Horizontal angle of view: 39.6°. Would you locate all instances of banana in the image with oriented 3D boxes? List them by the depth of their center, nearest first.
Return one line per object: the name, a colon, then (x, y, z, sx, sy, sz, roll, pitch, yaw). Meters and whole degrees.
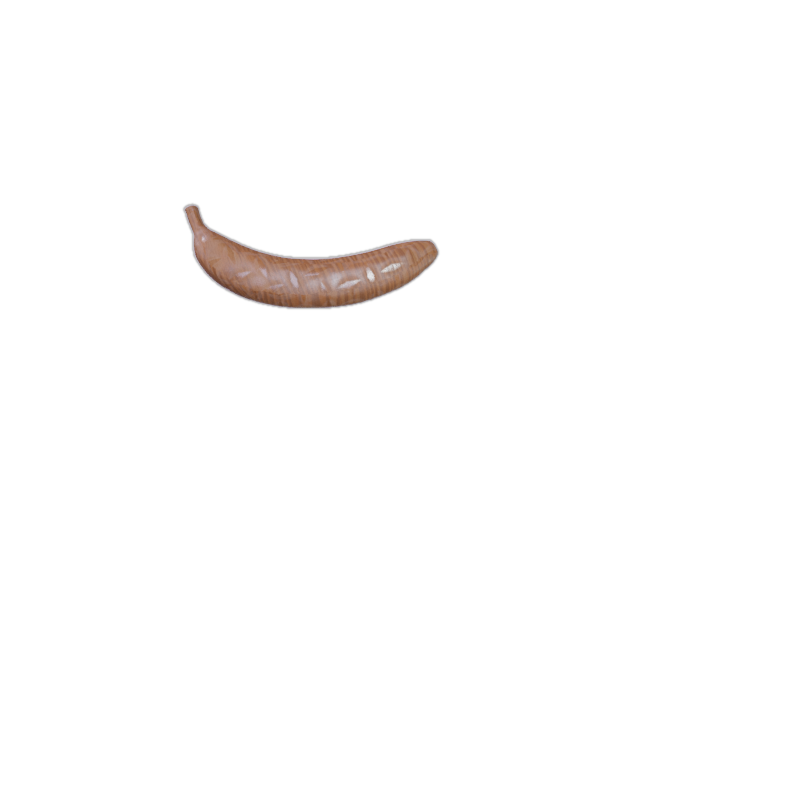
banana: (-0.072, -0.102, 0.837, 0.198, 0.071, 0.036, 9, -9, 2)
